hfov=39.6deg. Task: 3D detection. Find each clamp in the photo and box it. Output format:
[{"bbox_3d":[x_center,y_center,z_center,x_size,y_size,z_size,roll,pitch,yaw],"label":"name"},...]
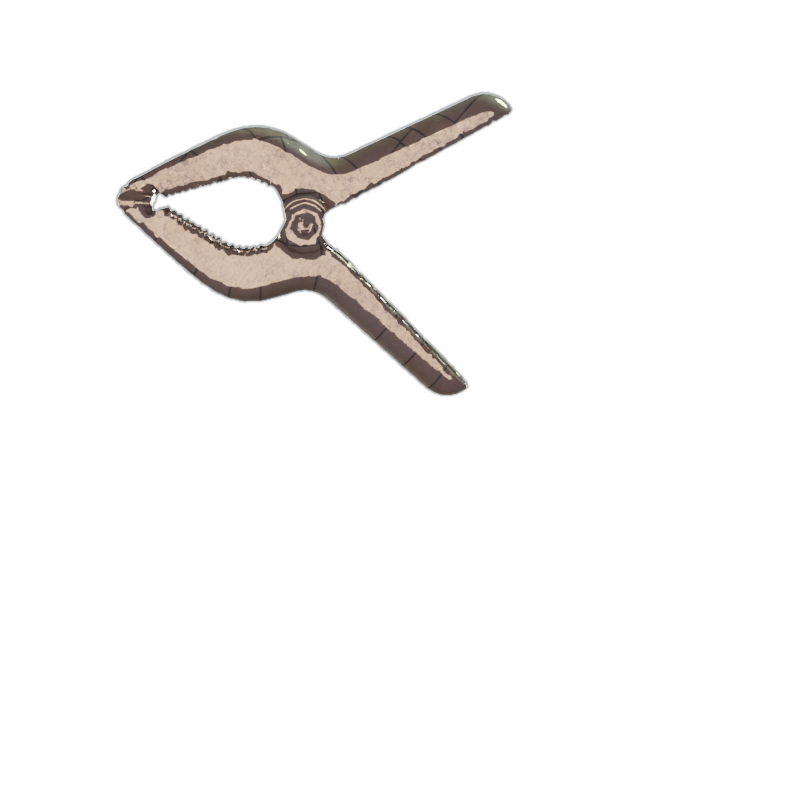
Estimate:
[{"bbox_3d":[-0.047,-0.086,0.603,0.210,0.163,0.037,2,4,0],"label":"clamp"}]
